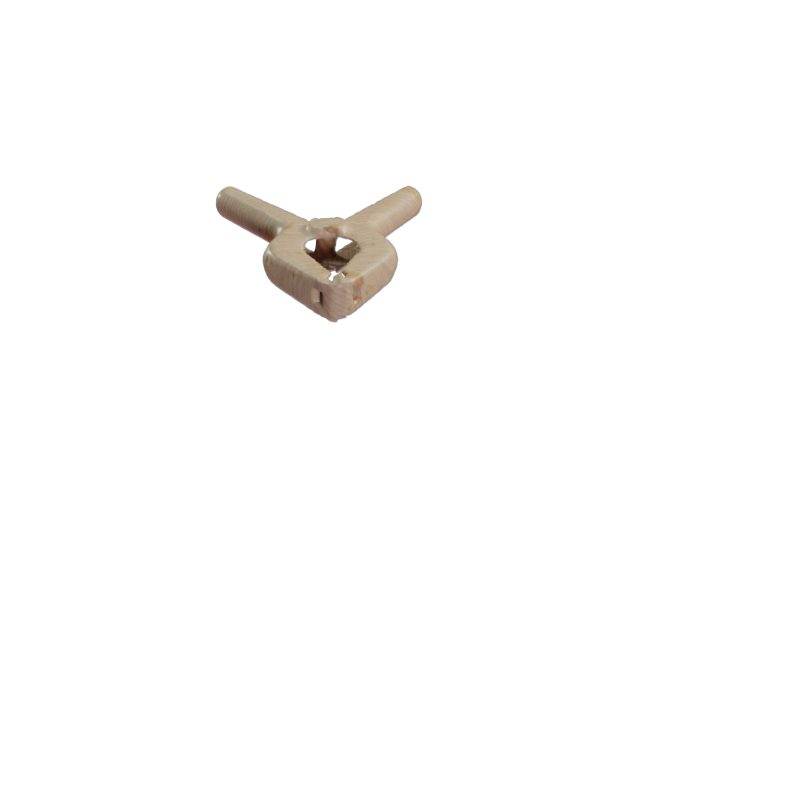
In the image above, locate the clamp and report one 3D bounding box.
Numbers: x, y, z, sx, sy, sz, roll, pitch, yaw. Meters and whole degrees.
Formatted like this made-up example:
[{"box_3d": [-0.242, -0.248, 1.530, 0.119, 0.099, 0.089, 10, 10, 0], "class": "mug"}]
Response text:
[{"box_3d": [-0.064, -0.116, 0.813, 0.165, 0.034, 0.221, 0, 29, 1], "class": "clamp"}]
